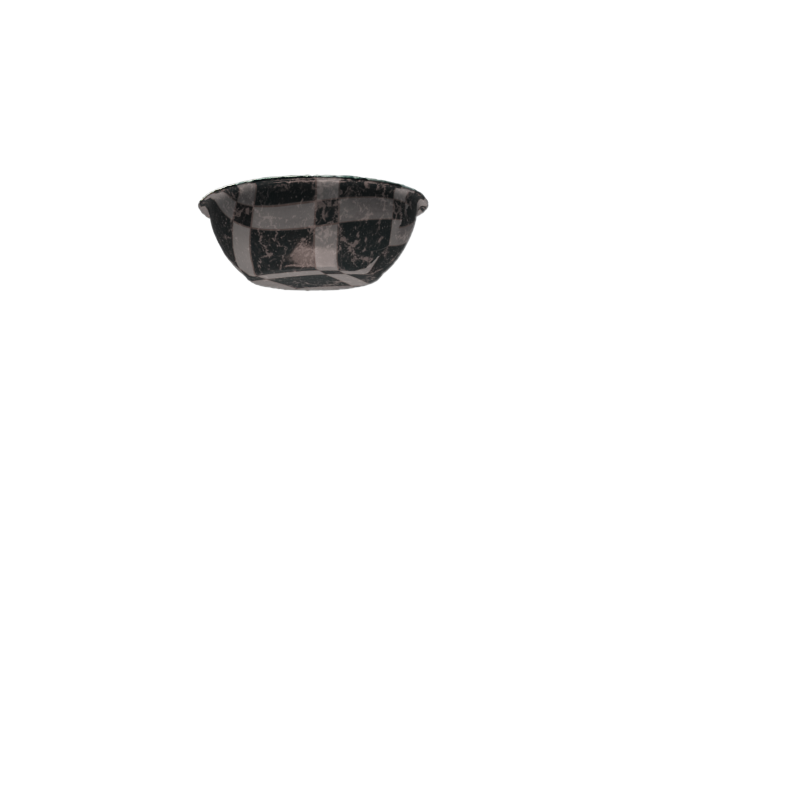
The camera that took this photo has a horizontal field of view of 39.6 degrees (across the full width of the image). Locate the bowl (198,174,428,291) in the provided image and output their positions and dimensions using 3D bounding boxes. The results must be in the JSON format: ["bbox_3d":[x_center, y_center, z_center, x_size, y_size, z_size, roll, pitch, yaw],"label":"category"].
[{"bbox_3d":[-0.061,-0.111,0.776,0.162,0.056,0.159,0,-5,-2],"label":"bowl"}]
